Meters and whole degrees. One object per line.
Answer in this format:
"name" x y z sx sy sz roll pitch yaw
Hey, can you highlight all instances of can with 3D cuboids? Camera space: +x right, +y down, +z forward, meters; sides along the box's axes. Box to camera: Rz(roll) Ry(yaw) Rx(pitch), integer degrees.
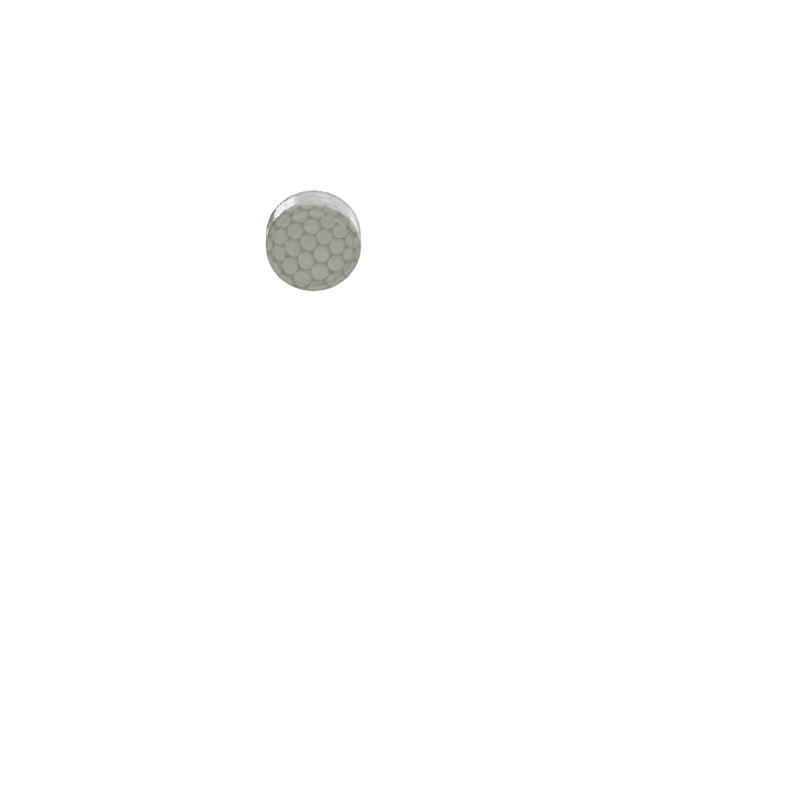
"can" -0.077 -0.141 0.987 0.086 0.082 0.035 1 23 -1
